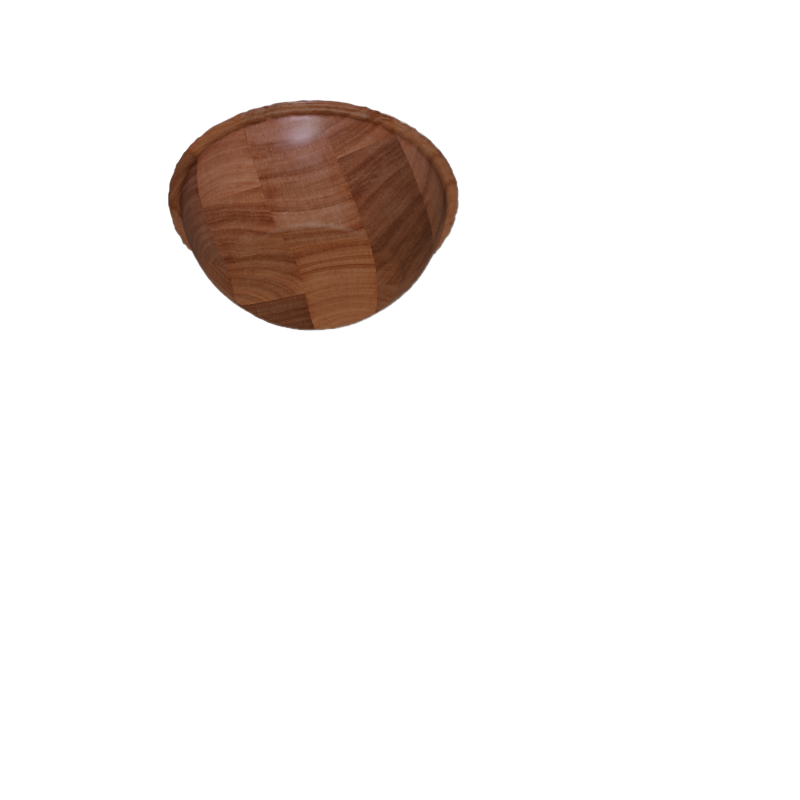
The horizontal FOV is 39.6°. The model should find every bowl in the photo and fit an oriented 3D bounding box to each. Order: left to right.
[{"bbox_3d":[-0.047,-0.086,0.601,0.162,0.059,0.151,1,-36,-2],"label":"bowl"}]
